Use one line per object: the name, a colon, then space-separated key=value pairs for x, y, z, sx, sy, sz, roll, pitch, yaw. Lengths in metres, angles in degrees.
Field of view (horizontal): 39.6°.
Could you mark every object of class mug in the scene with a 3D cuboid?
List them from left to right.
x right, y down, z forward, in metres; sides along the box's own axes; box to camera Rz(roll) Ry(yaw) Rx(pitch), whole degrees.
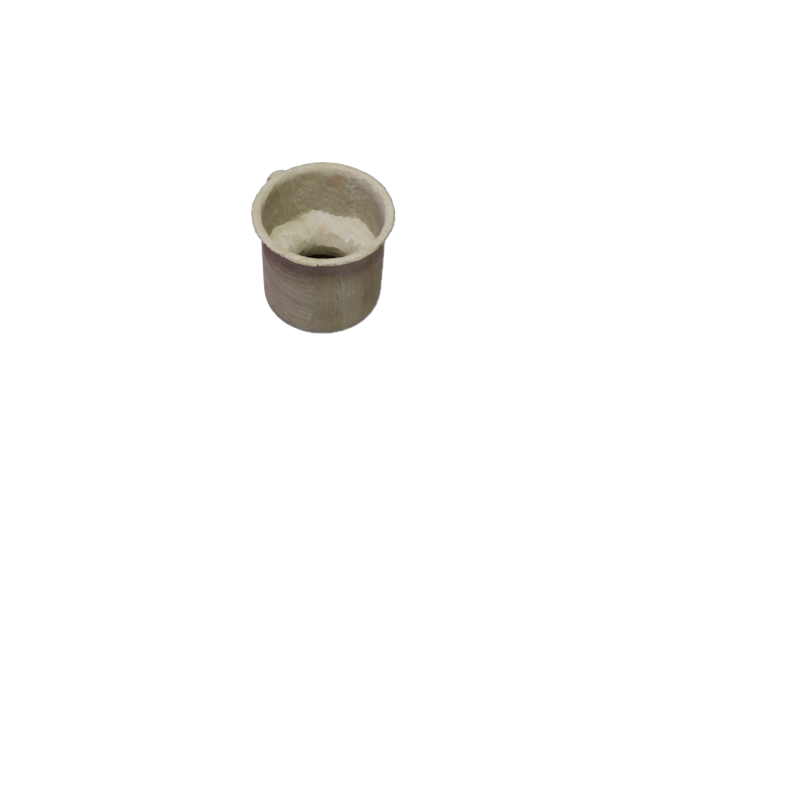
mug: x=-0.059 y=-0.107 z=0.750 sx=0.093 sy=0.126 sz=0.076 roll=-27 pitch=-34 yaw=-21
